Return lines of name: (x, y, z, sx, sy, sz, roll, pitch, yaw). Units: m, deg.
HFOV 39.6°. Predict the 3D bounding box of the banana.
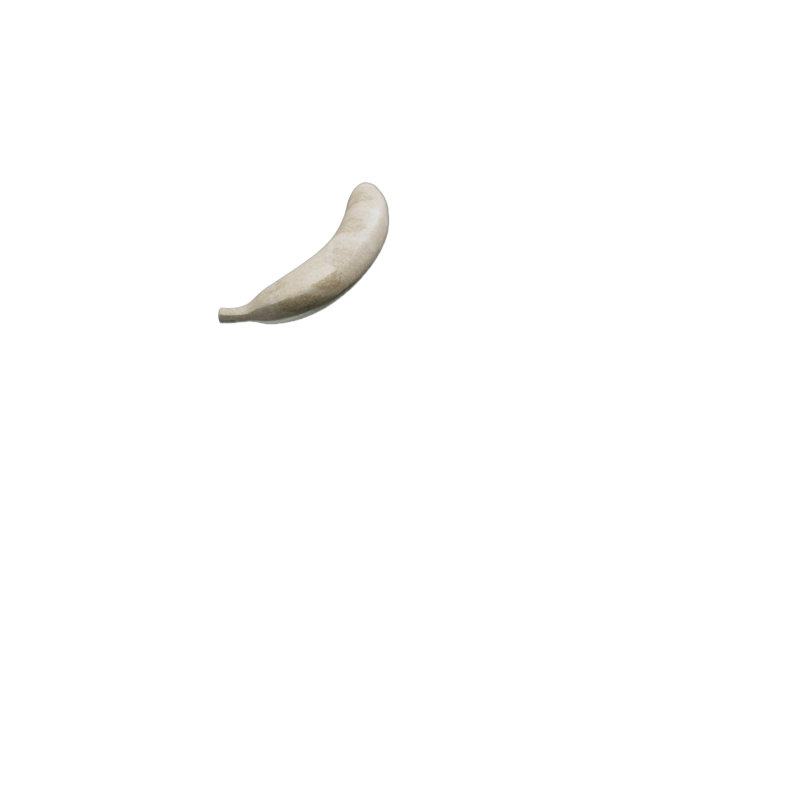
banana: (-0.052, -0.111, 0.834, 0.073, 0.034, 0.202, 22, 45, 23)
